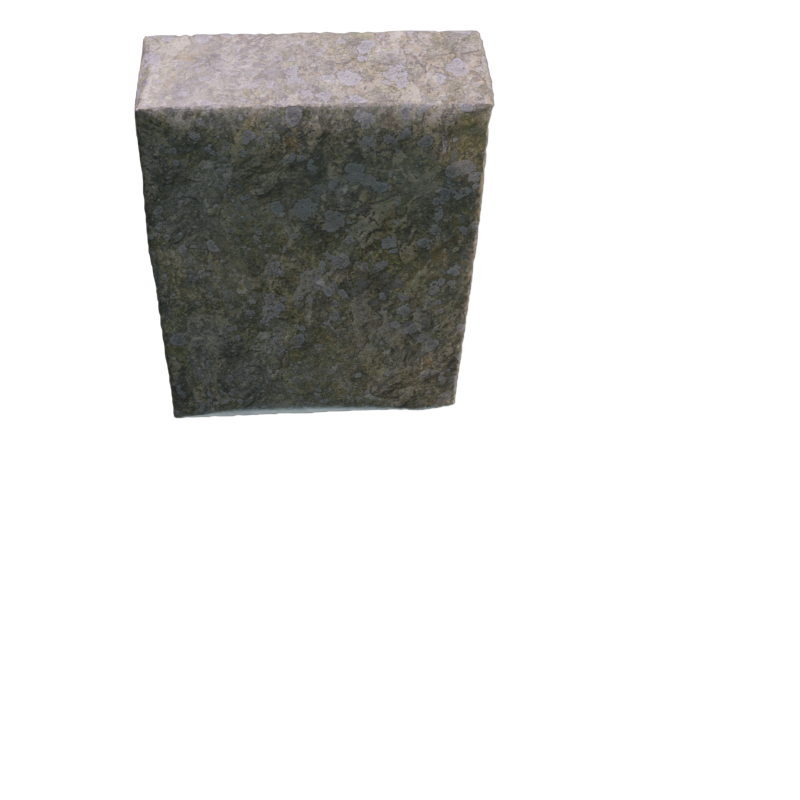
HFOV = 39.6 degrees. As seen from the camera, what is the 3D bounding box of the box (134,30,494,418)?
[{"bbox_3d":[-0.045,-0.082,0.578,0.163,0.077,0.199,-1,-43,-3],"label":"box"}]
